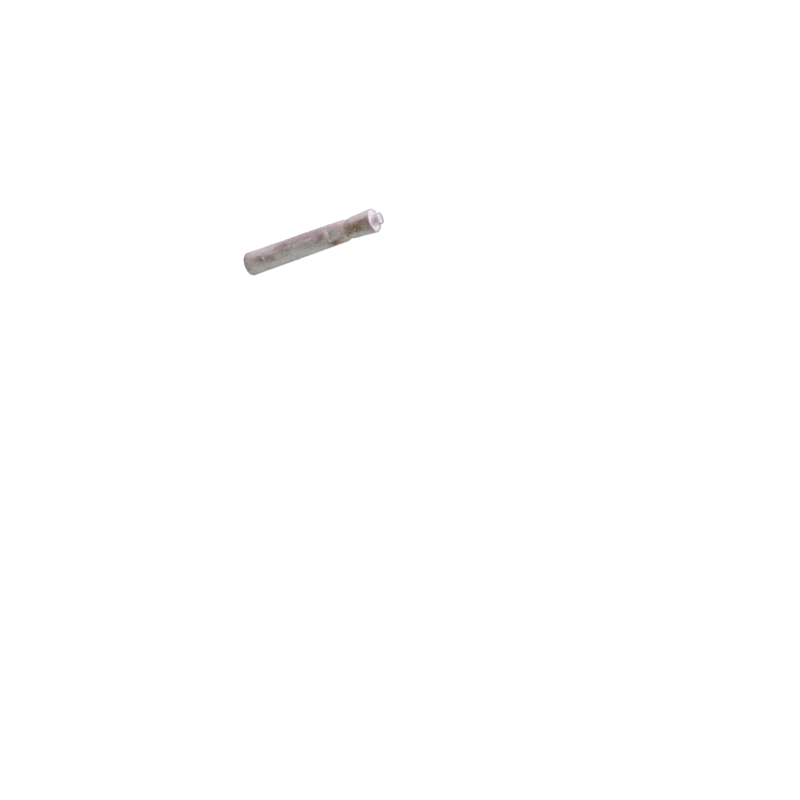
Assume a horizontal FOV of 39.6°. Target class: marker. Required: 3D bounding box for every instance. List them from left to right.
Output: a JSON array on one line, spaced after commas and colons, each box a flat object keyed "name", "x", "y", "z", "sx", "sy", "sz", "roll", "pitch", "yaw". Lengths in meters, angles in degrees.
[{"name": "marker", "x": -0.067, "y": -0.122, "z": 0.857, "sx": 0.122, "sy": 0.020, "sz": 0.019, "roll": -15, "pitch": -3, "yaw": 27}]
